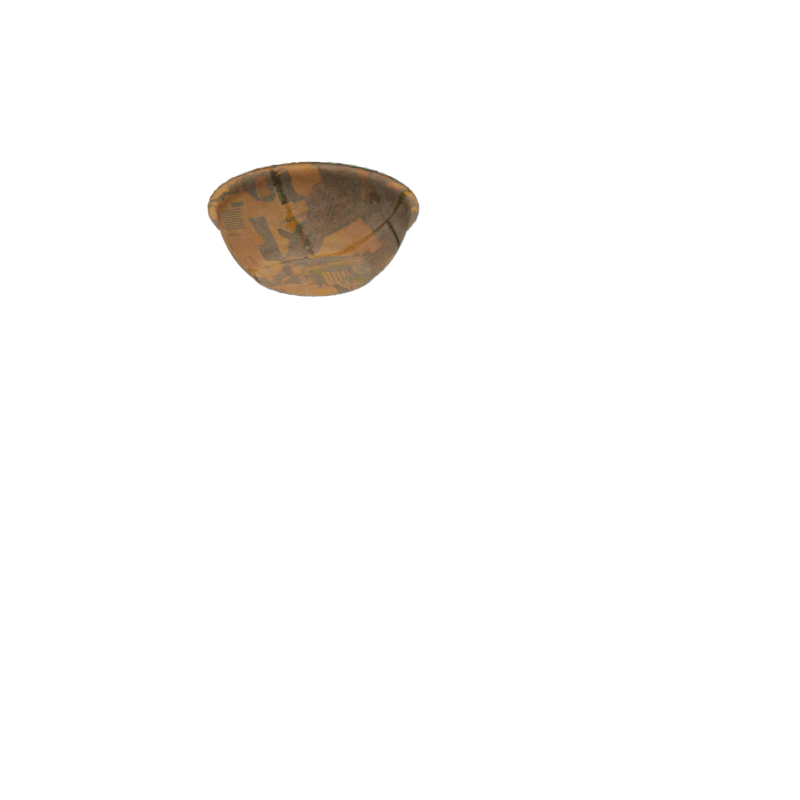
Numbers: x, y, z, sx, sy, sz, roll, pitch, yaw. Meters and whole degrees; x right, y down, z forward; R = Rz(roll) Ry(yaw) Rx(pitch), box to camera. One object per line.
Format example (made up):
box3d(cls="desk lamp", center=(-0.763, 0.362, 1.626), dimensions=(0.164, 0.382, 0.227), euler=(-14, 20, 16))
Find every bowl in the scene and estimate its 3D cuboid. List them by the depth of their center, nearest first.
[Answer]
box3d(cls="bowl", center=(-0.065, -0.119, 0.835), dimensions=(0.162, 0.058, 0.155), euler=(0, -18, -2))
